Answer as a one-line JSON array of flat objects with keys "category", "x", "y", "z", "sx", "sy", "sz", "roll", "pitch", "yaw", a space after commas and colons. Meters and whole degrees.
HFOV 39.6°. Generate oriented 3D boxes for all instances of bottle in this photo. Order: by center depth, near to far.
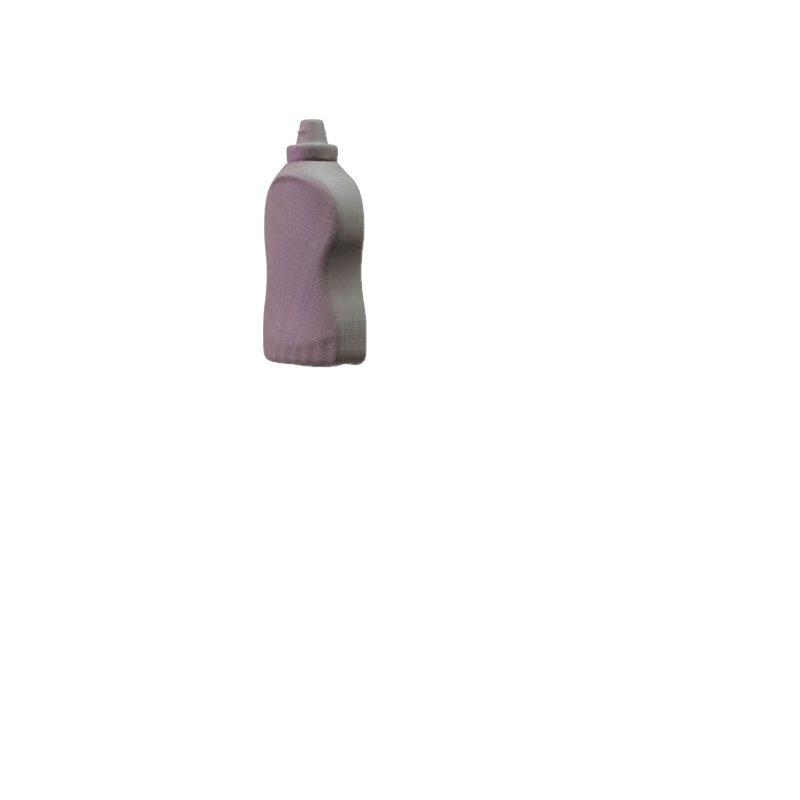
[{"category": "bottle", "x": -0.069, "y": -0.125, "z": 0.873, "sx": 0.056, "sy": 0.192, "sz": 0.100, "roll": 0, "pitch": 0, "yaw": -40}]
